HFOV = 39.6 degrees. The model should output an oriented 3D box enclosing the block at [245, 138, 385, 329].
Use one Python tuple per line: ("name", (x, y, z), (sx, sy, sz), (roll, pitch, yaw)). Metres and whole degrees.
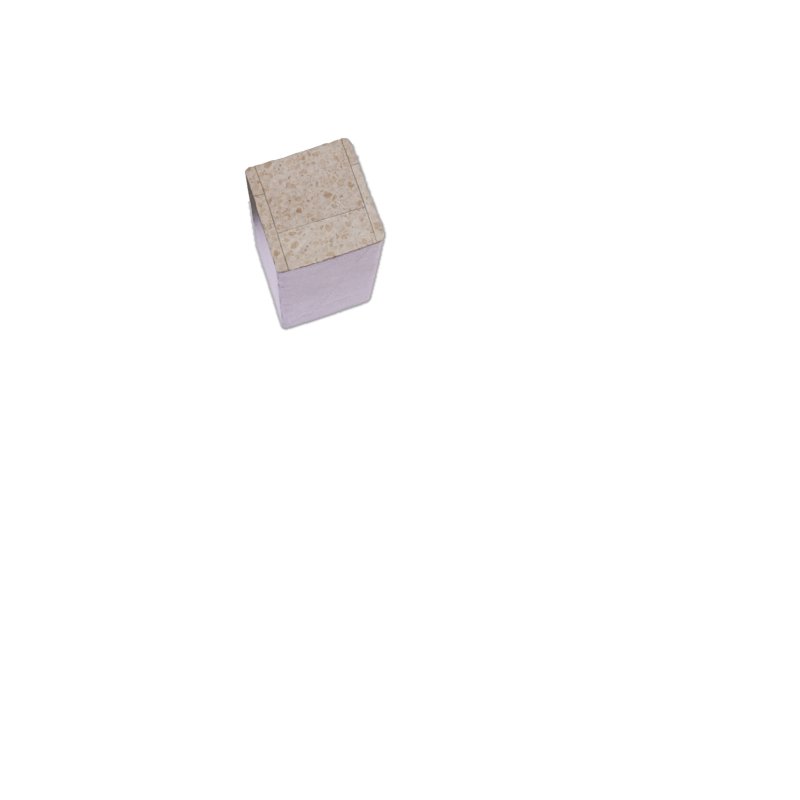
("block", (-0.074, -0.136, 0.950), (0.090, 0.094, 0.200), (-18, -9, -7))
